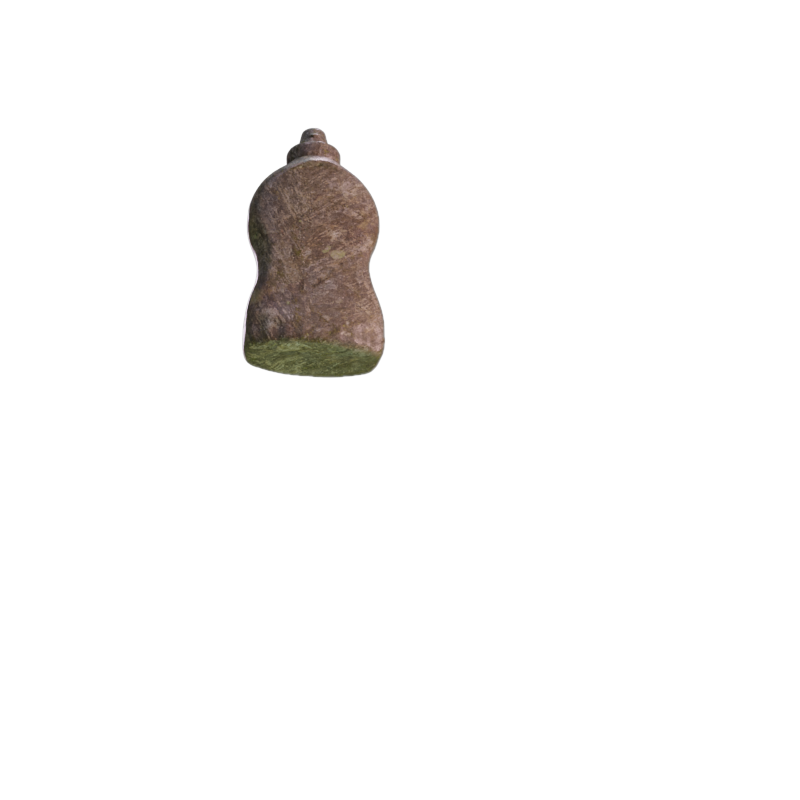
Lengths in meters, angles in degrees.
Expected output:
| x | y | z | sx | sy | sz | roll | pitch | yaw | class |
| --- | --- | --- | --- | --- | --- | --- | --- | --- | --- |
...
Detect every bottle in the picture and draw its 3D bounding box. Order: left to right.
| x | y | z | sx | sy | sz | roll | pitch | yaw | class |
| --- | --- | --- | --- | --- | --- | --- | --- | --- | --- |
| -0.062 | -0.114 | 0.798 | 0.095 | 0.204 | 0.055 | 3 | -30 | -8 | bottle |
